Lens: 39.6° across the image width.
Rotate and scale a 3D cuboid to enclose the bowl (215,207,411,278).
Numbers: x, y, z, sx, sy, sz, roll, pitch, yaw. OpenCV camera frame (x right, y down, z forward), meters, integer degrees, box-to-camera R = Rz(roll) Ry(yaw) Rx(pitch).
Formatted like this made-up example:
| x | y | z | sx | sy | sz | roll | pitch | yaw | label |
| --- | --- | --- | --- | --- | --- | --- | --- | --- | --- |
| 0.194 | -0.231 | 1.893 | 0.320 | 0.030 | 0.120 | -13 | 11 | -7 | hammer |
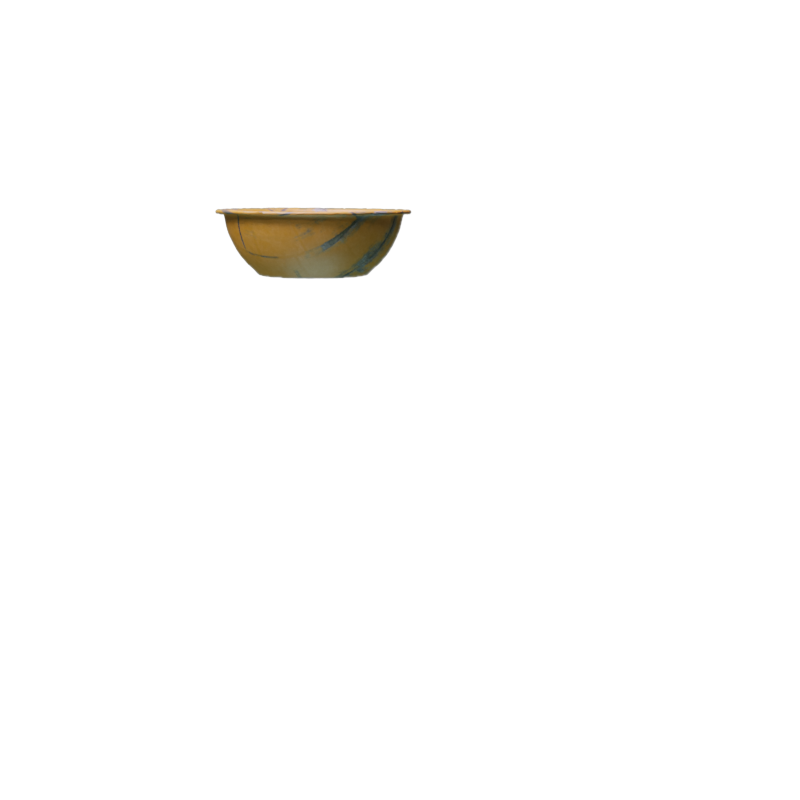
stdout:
| x | y | z | sx | sy | sz | roll | pitch | yaw | label |
| --- | --- | --- | --- | --- | --- | --- | --- | --- | --- |
| -0.072 | -0.131 | 0.916 | 0.162 | 0.054 | 0.165 | 0 | 9 | -2 | bowl |
